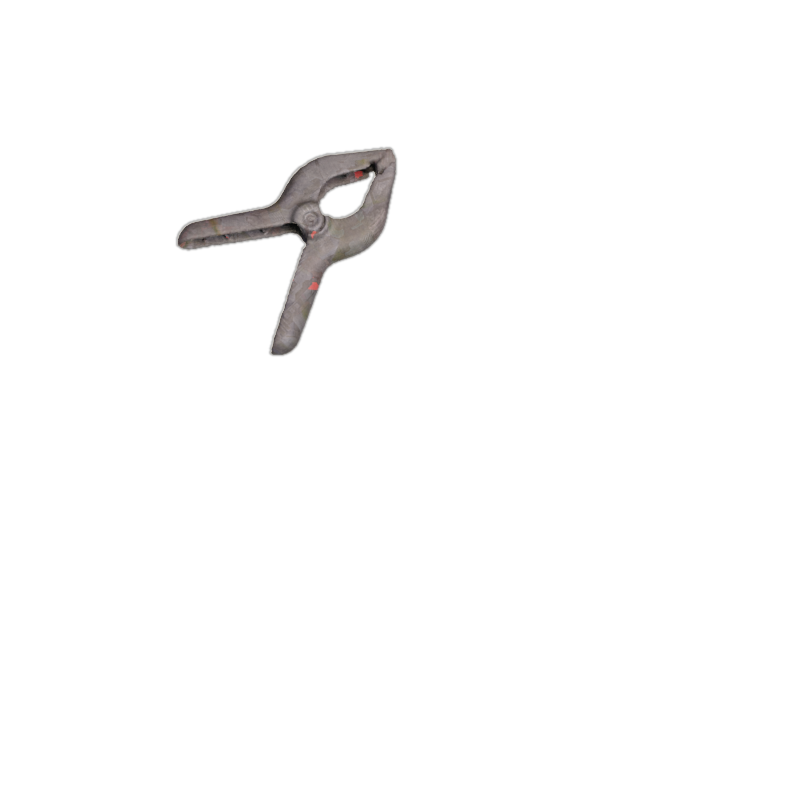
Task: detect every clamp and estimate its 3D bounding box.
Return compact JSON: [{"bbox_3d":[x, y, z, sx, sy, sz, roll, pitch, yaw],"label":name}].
[{"bbox_3d":[-0.064,-0.116,0.812,0.171,0.123,0.038,-32,-8,-6],"label":"clamp"}]
